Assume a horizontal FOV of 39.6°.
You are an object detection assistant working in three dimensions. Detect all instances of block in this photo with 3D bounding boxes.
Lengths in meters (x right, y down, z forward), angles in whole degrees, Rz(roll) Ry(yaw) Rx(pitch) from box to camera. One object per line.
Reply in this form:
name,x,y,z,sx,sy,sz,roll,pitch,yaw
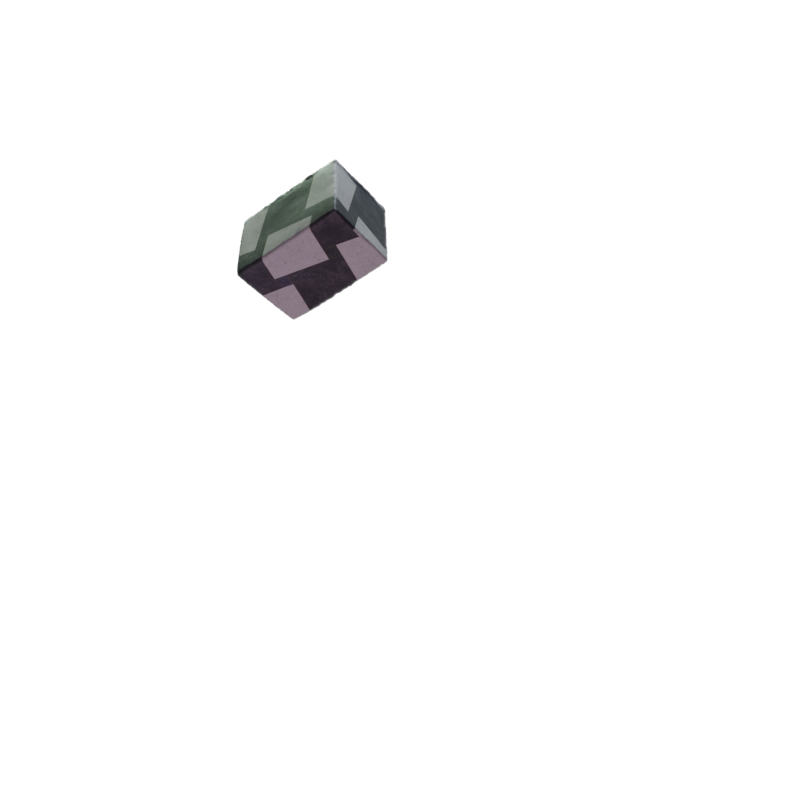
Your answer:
block,-0.053,-0.097,0.679,0.078,0.055,0.049,-30,-53,24
